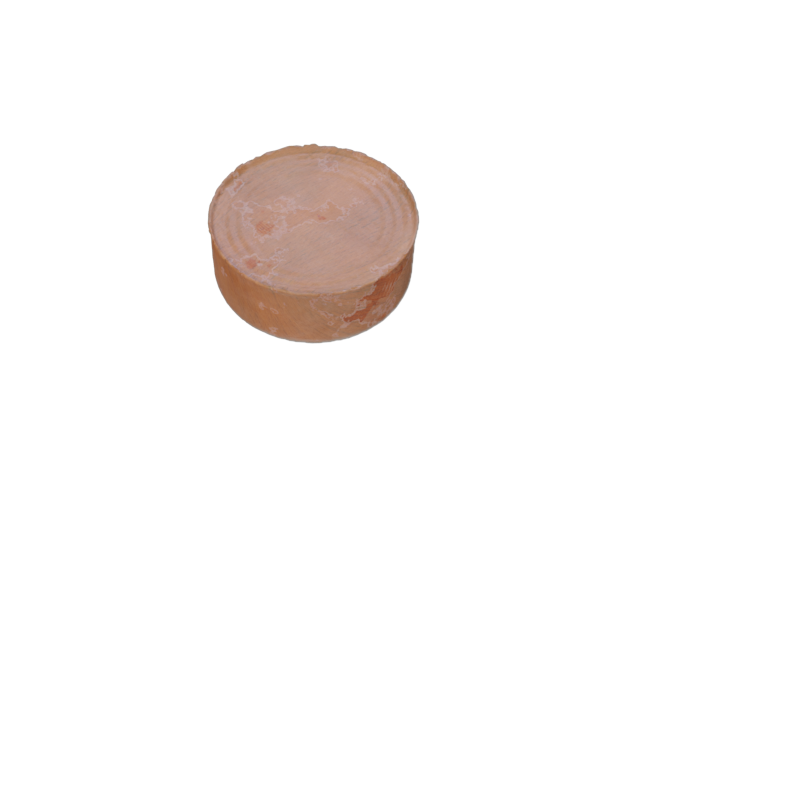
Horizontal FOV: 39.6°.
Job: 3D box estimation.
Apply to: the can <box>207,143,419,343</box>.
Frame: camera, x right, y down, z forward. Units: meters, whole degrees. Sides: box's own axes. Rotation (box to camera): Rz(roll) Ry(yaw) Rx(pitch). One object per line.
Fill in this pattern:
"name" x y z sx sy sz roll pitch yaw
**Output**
"can" -0.036 -0.066 0.462 0.086 0.092 0.031 -1 -40 -1
